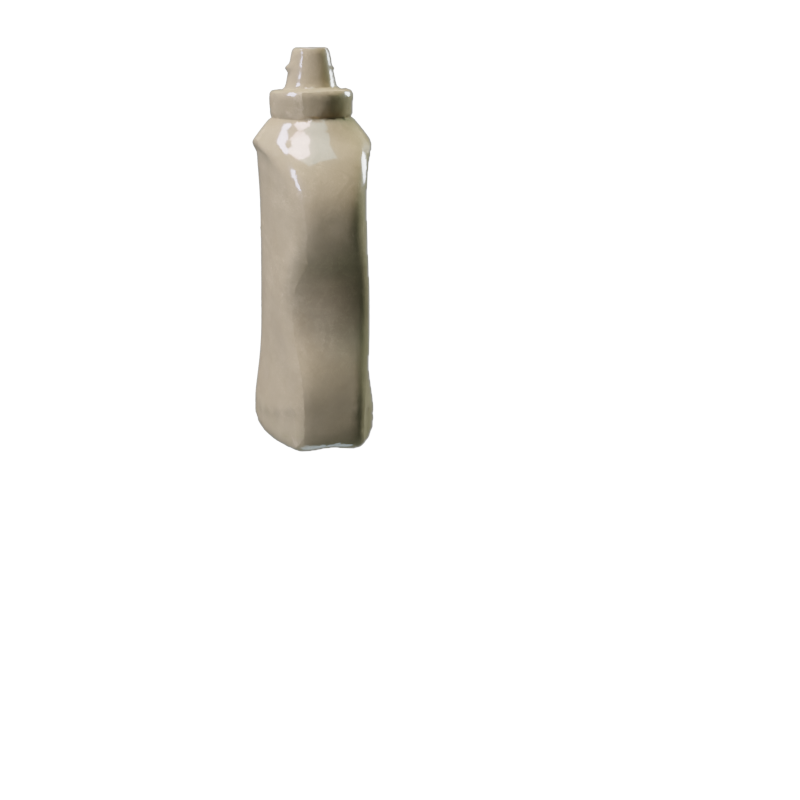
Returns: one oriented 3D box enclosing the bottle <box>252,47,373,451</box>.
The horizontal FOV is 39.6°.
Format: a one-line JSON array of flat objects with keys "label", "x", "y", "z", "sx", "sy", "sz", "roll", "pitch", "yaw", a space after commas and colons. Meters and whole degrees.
[{"label": "bottle", "x": -0.044, "y": -0.079, "z": 0.555, "sx": 0.058, "sy": 0.187, "sz": 0.100, "roll": -2, "pitch": 12, "yaw": -12}]
